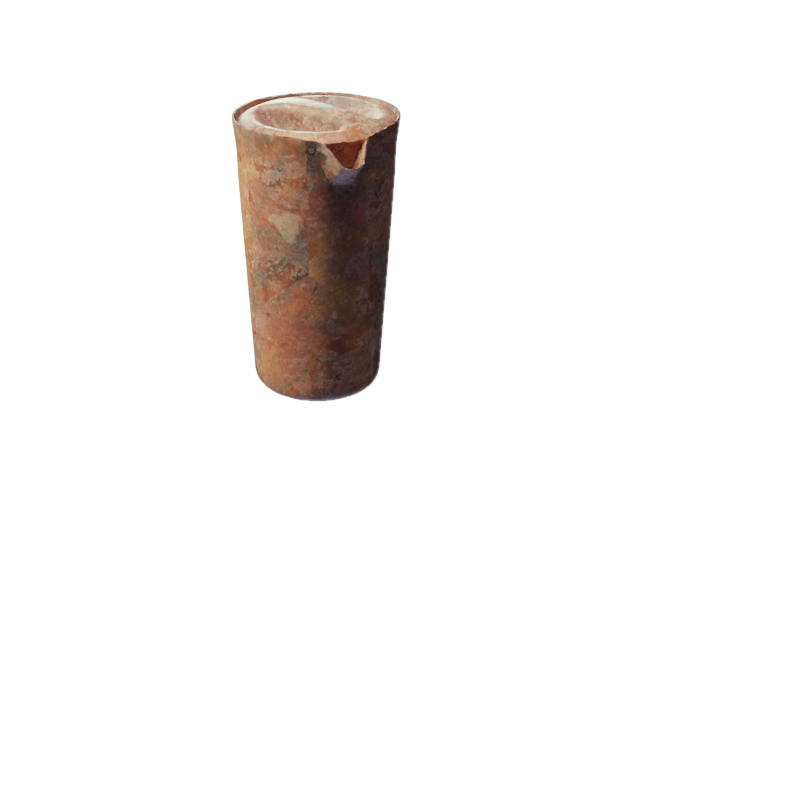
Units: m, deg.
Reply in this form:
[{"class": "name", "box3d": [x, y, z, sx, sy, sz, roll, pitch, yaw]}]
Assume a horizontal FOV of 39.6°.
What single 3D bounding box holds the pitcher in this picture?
[{"class": "pitcher", "box3d": [-0.073, -0.132, 0.928, 0.150, 0.230, 0.152, 11, 27, 20]}]
